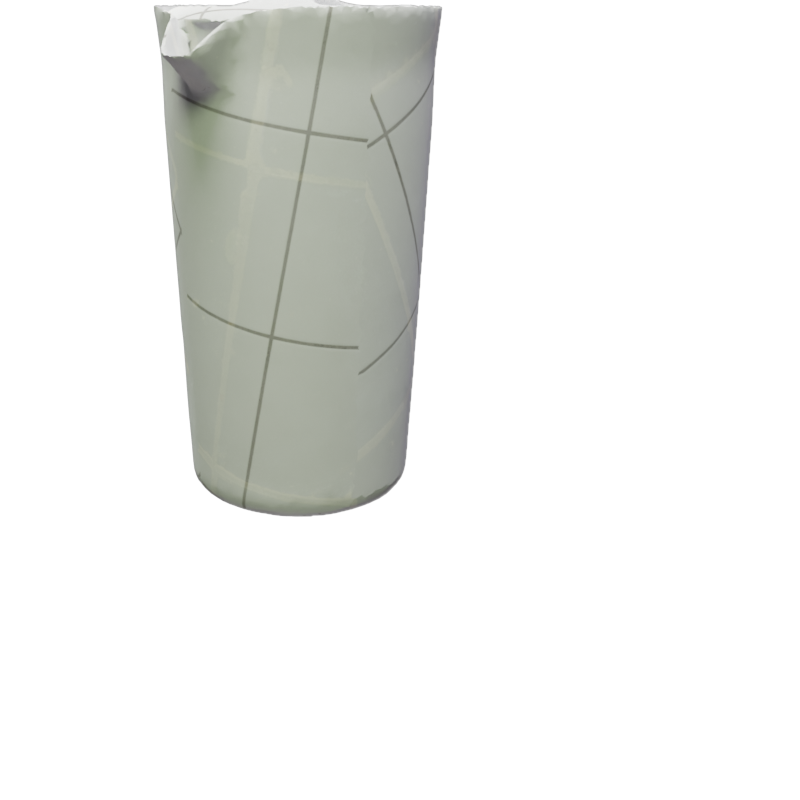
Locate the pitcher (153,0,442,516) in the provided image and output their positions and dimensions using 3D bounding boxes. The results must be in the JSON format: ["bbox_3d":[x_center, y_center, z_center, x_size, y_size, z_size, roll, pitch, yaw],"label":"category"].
[{"bbox_3d":[-0.043,-0.078,0.548,0.147,0.235,0.152,-2,16,-11],"label":"pitcher"}]
